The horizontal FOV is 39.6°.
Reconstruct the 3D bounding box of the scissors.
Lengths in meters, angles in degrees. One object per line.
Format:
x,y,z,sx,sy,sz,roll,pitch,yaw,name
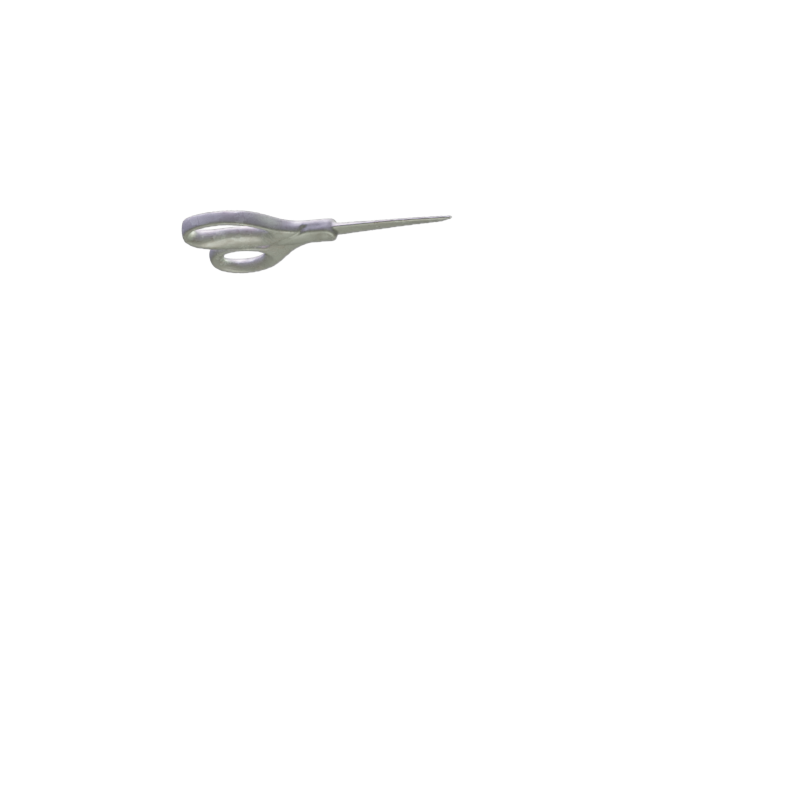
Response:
-0.067,-0.123,0.859,0.201,0.017,0.092,1,-20,-3,scissors
